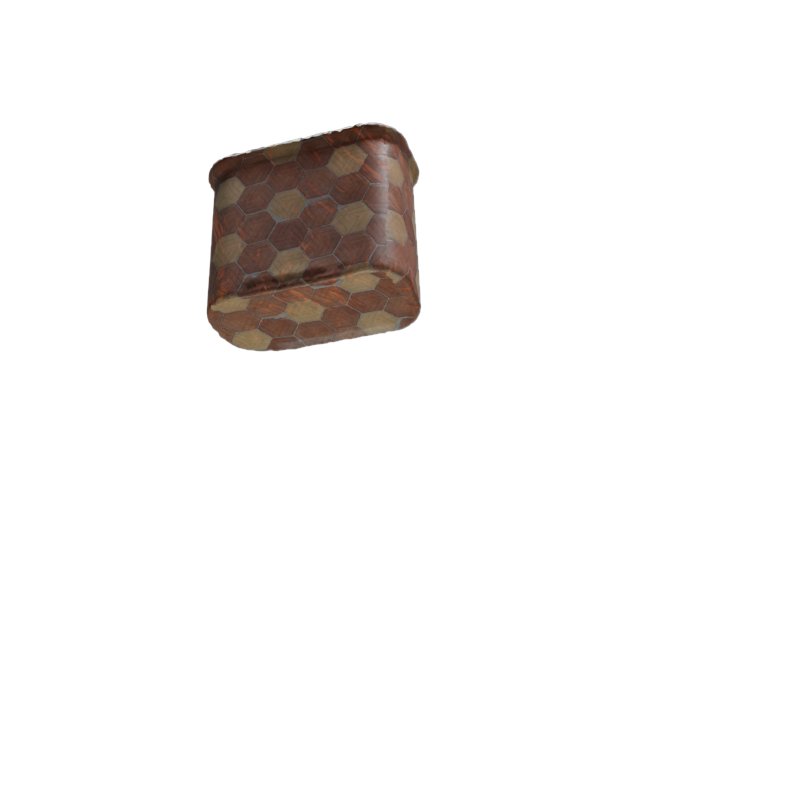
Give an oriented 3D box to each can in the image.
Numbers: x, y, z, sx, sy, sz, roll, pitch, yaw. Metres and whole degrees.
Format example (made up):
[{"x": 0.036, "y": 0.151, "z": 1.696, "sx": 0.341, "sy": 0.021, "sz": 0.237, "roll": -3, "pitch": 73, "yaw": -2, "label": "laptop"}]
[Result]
[{"x": -0.041, "y": -0.075, "z": 0.526, "sx": 0.103, "sy": 0.090, "sz": 0.053, "roll": -11, "pitch": -34, "yaw": 15, "label": "can"}]
